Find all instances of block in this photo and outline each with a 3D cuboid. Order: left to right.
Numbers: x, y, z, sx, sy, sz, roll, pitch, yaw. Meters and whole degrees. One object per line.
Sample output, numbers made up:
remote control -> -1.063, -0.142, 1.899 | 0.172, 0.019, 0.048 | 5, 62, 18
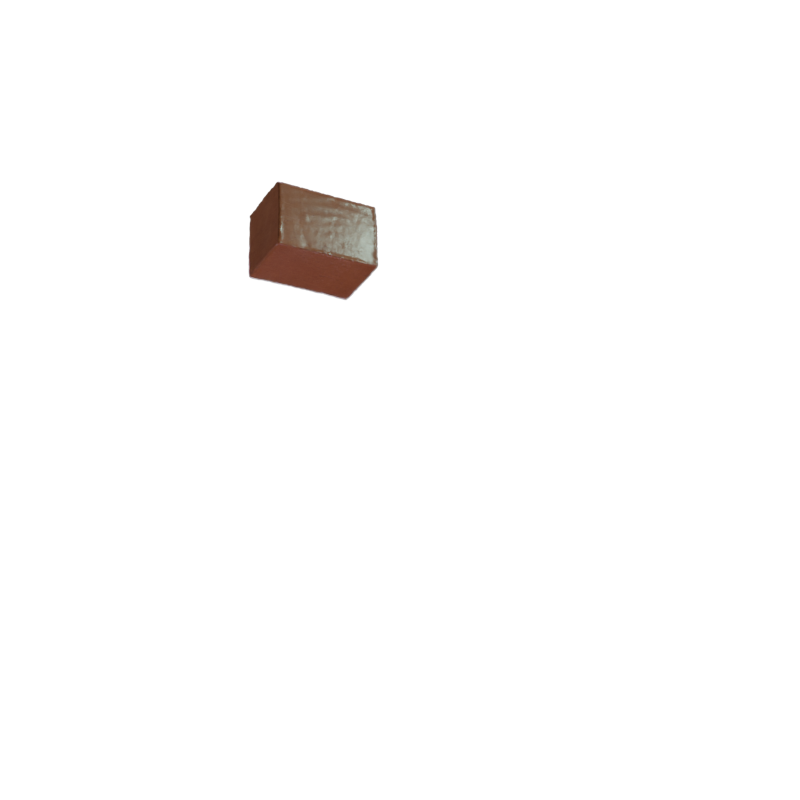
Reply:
block -> -0.061, -0.111, 0.775 | 0.075, 0.054, 0.052 | 13, -31, -24
